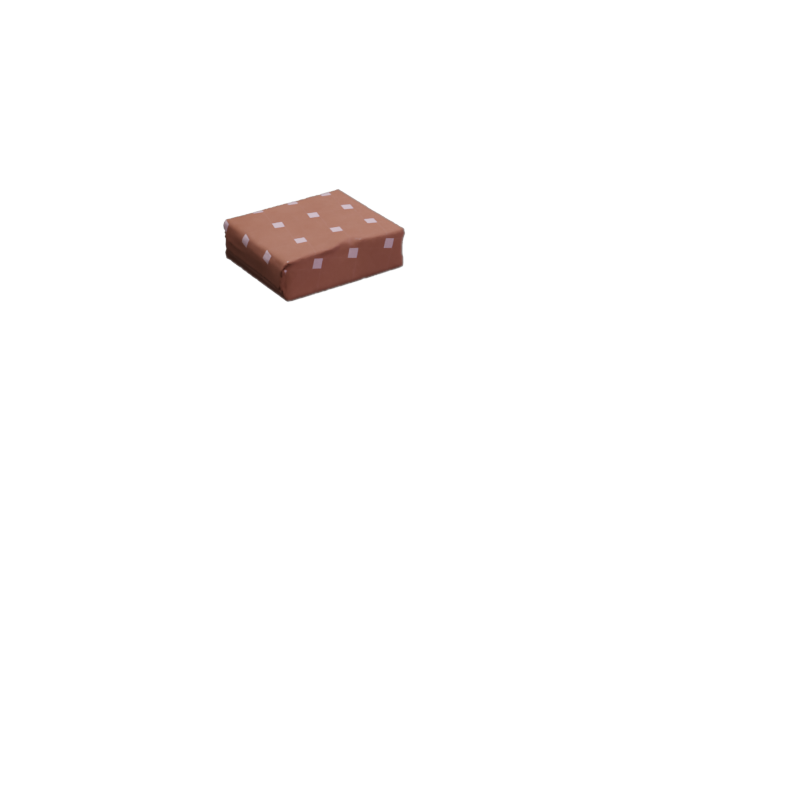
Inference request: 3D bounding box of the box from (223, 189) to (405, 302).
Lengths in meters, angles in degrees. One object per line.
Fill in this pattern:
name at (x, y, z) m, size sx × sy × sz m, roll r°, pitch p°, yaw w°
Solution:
box at (-0.054, -0.098, 0.685) m, size 0.088 × 0.028 × 0.079 m, roll -20°, pitch 37°, yaw -29°
